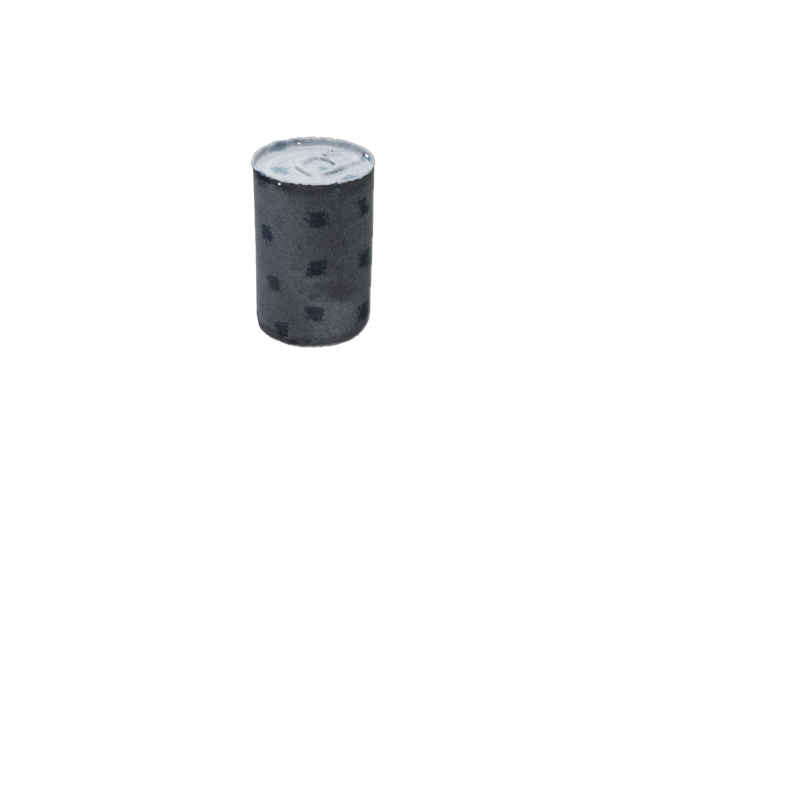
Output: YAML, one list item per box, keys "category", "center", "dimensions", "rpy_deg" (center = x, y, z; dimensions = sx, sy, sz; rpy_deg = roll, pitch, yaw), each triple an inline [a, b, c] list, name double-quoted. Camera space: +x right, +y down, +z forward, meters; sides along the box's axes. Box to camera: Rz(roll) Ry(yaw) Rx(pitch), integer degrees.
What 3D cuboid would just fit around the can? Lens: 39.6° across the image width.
- category: "can"
  center: [-0.049, -0.090, 0.628]
  dimensions: [0.068, 0.096, 0.073]
  rpy_deg: [0, 30, -2]
